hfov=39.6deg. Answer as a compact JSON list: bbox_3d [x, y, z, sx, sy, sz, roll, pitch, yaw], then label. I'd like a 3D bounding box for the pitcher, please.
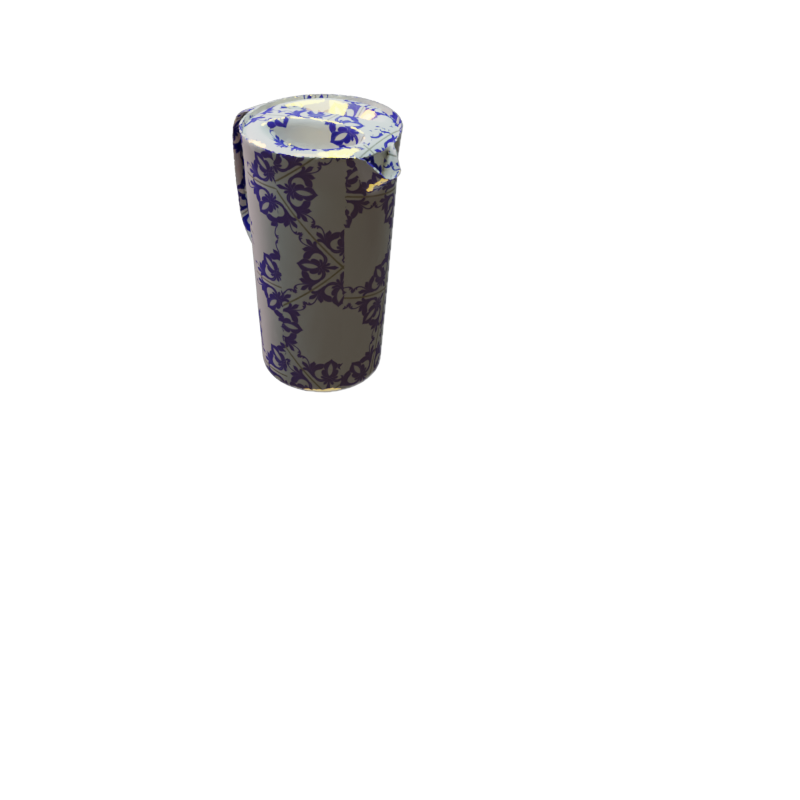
[{"bbox_3d":[-0.075,-0.137,0.960,0.145,0.228,0.159,1,32,-2],"label":"pitcher"}]
